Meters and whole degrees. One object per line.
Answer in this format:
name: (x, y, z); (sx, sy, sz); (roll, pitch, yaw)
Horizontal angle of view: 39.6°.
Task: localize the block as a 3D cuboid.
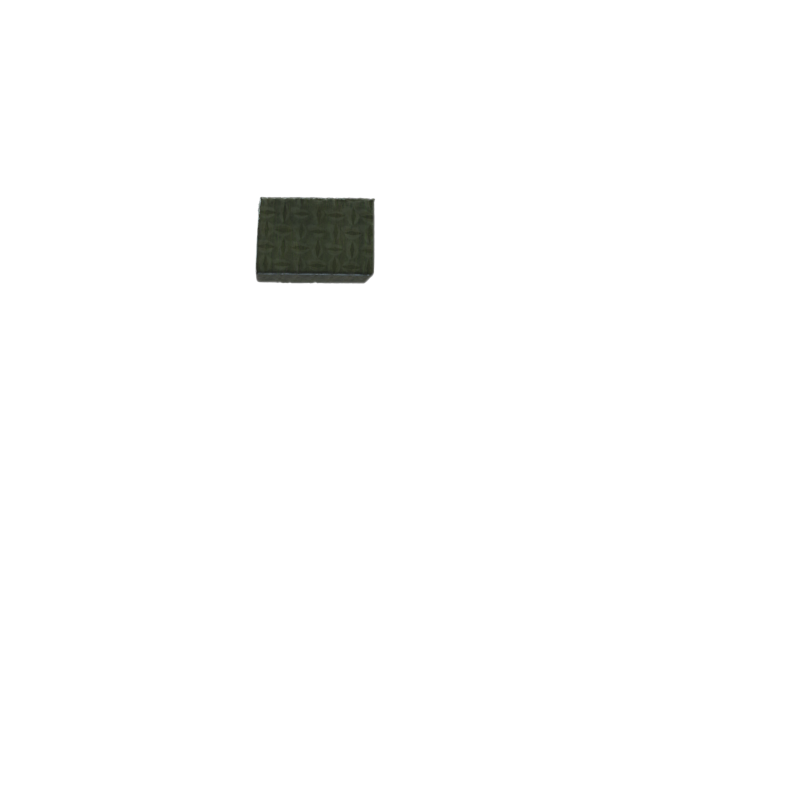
block: (-0.058, -0.106, 0.743); (0.077, 0.052, 0.052); (0, -4, -6)
